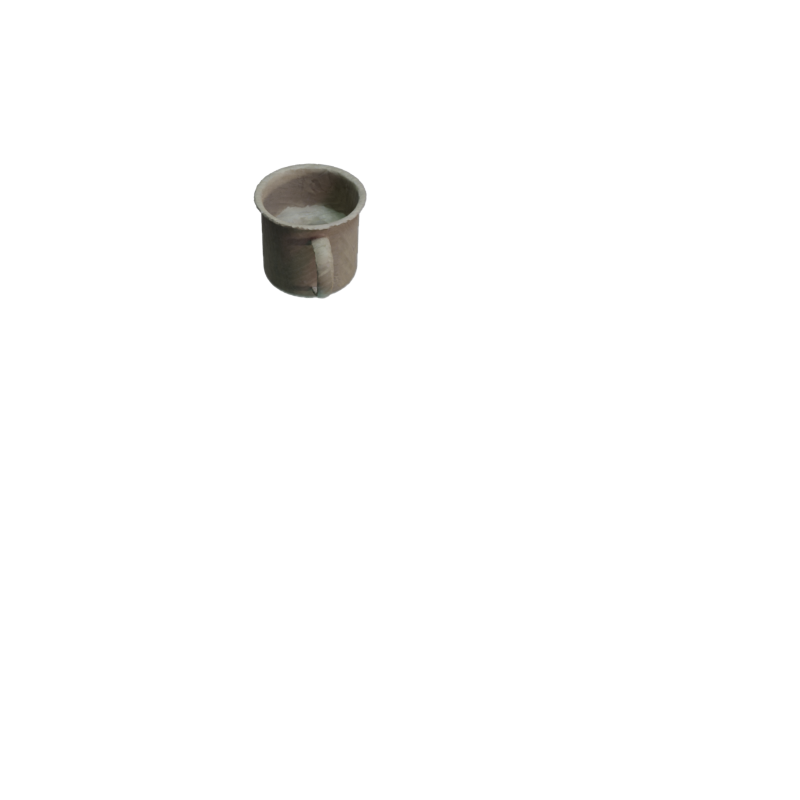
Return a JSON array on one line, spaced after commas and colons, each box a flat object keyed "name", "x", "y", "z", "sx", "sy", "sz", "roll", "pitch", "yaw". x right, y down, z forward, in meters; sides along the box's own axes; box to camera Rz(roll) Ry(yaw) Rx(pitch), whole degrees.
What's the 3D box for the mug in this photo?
[{"name": "mug", "x": -0.073, "y": -0.132, "z": 0.927, "sx": 0.092, "sy": 0.076, "sz": 0.127, "roll": -9, "pitch": 43, "yaw": -12}]
